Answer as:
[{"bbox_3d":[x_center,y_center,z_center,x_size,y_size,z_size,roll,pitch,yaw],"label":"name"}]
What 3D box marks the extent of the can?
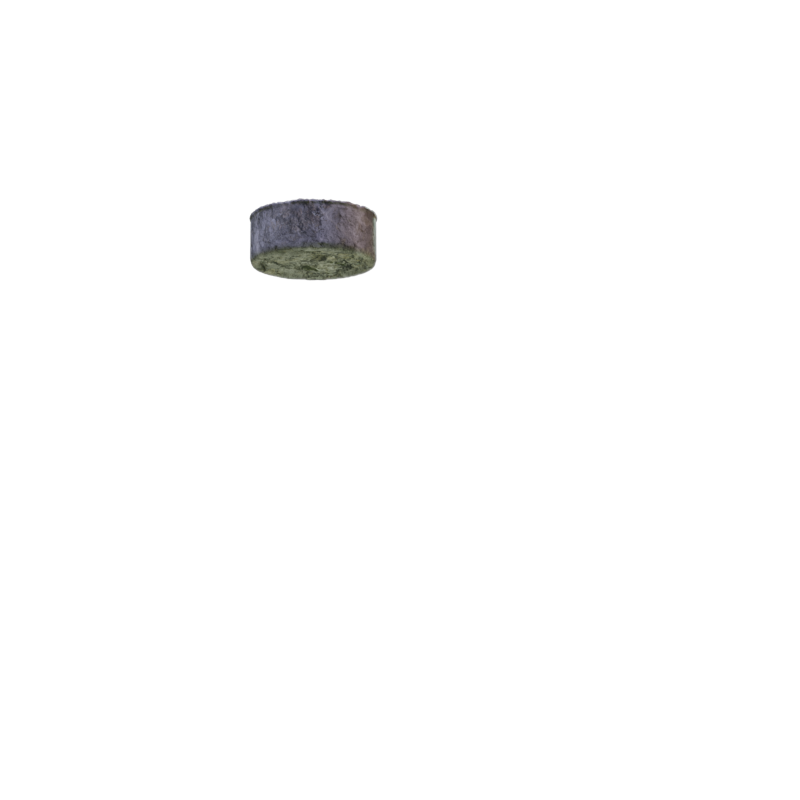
[{"bbox_3d":[-0.058,-0.106,0.741,0.086,0.035,0.083,0,-9,-2],"label":"can"}]
